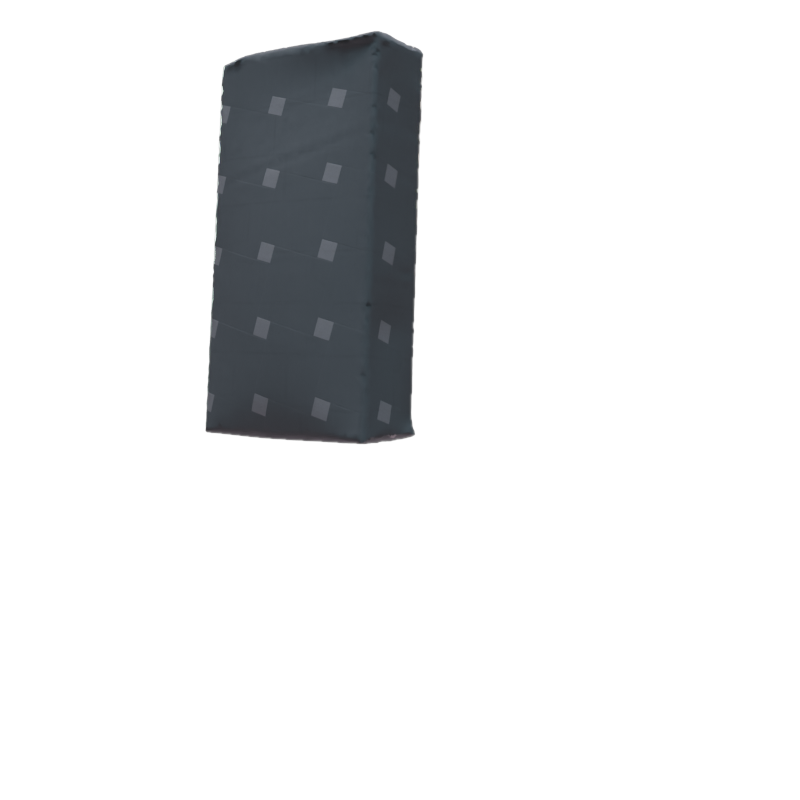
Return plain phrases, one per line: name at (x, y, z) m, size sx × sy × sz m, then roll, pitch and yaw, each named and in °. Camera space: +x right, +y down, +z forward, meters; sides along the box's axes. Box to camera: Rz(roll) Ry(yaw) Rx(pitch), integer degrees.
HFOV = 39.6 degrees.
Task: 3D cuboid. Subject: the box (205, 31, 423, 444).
box at (-0.040, -0.072, 0.503) m, size 0.096 × 0.178 × 0.046 m, roll -3°, pitch -5°, yaw 35°
